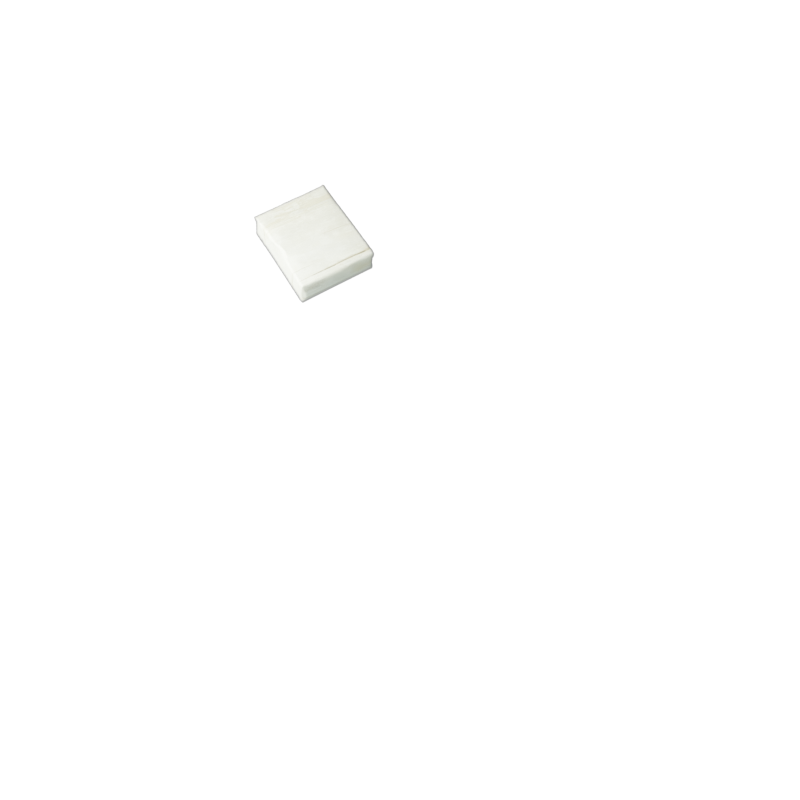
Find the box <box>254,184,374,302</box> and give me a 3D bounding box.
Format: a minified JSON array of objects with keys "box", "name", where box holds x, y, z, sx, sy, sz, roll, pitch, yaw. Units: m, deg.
[{"box":[-0.077,-0.141,0.984,0.073,0.095,0.028,-27,-28,-16],"name":"box"}]
